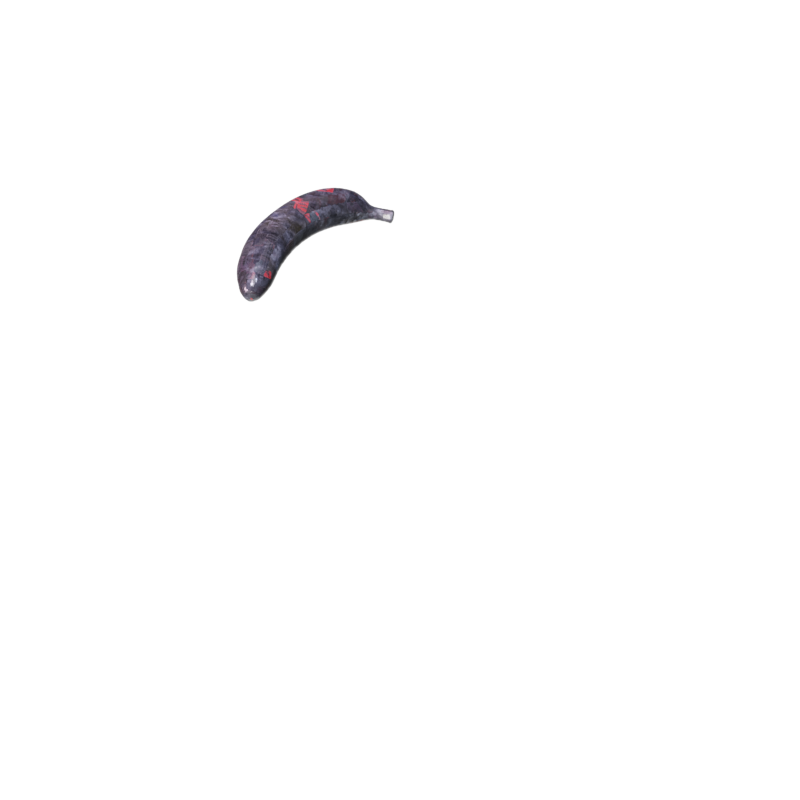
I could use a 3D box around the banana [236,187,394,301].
[{"bbox_3d":[-0.088,-0.148,0.981,0.074,0.034,0.199,24,43,29],"label":"banana"}]
